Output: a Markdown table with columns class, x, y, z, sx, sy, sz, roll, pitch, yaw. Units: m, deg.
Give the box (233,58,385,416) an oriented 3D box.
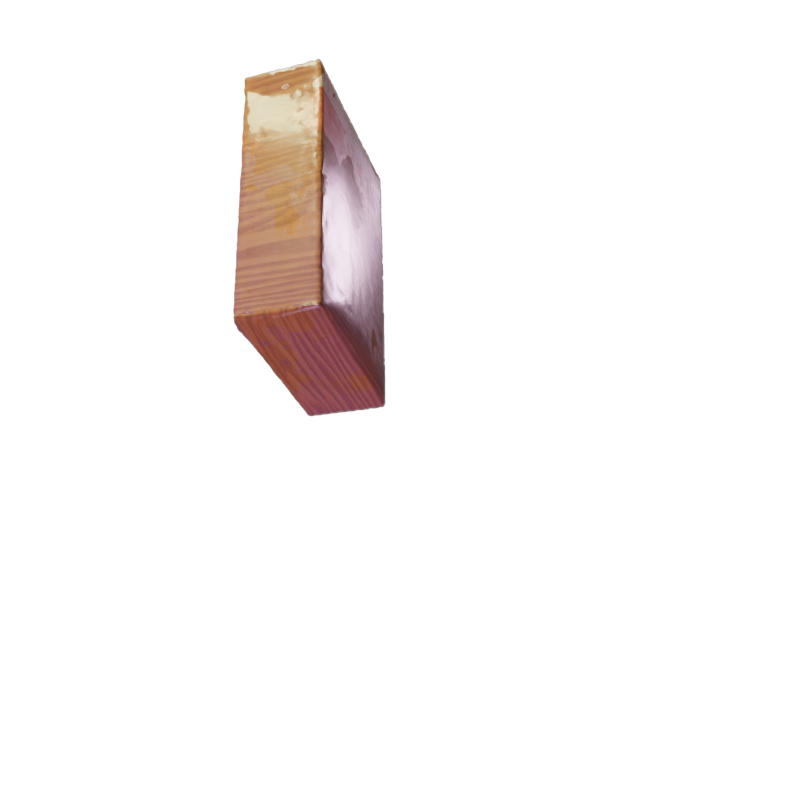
| class | x | y | z | sx | sy | sz | roll | pitch | yaw |
| --- | --- | --- | --- | --- | --- | --- | --- | --- | --- |
| box | -0.065 | -0.119 | 0.834 | 0.073 | 0.228 | 0.152 | -10 | -30 | 13 |
